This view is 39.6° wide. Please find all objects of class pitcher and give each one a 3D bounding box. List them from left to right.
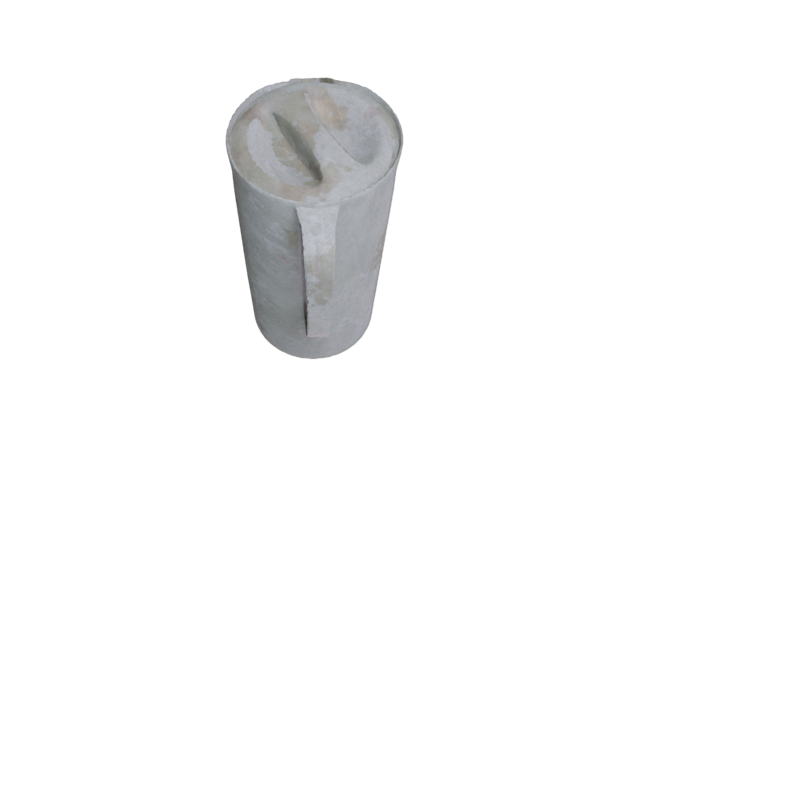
[{"bbox_3d":[-0.072,-0.130,0.914,0.152,0.152,0.227,36,-29,19],"label":"pitcher"}]
